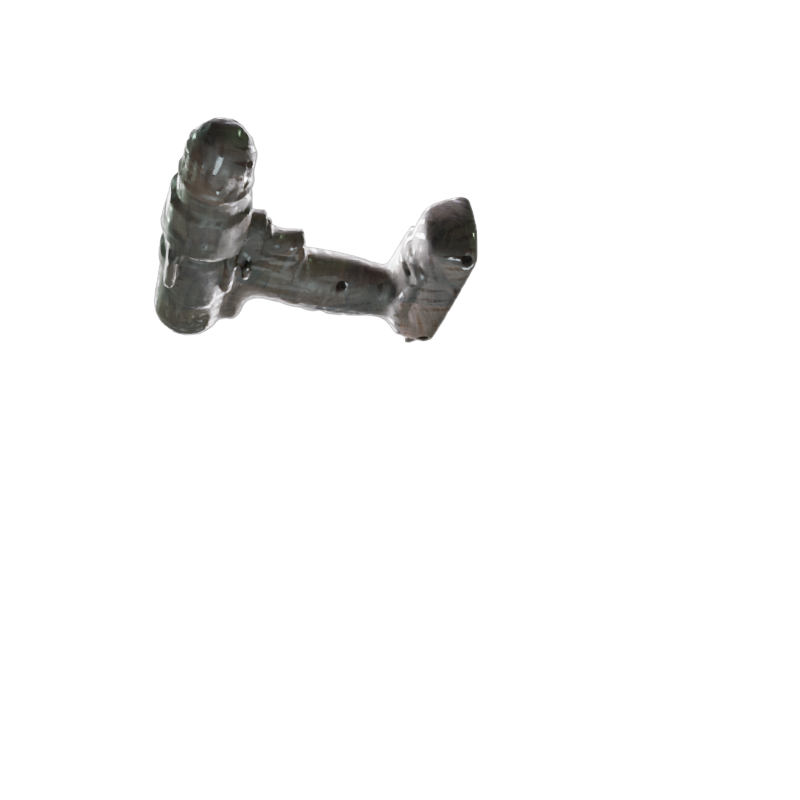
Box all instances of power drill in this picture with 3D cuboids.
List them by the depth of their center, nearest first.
[{"bbox_3d":[-0.053,-0.097,0.677,0.184,0.061,0.176,7,-30,-12],"label":"power drill"}]
